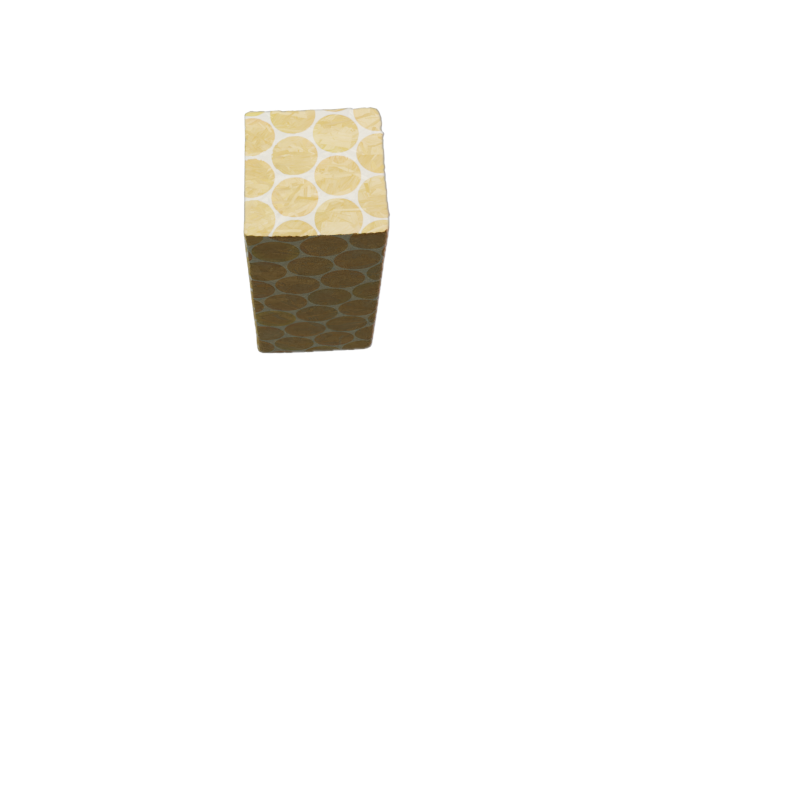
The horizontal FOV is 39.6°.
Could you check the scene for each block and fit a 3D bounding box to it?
[{"bbox_3d":[-0.060,-0.111,0.778,0.090,0.096,0.196,-2,-20,-4],"label":"block"}]
